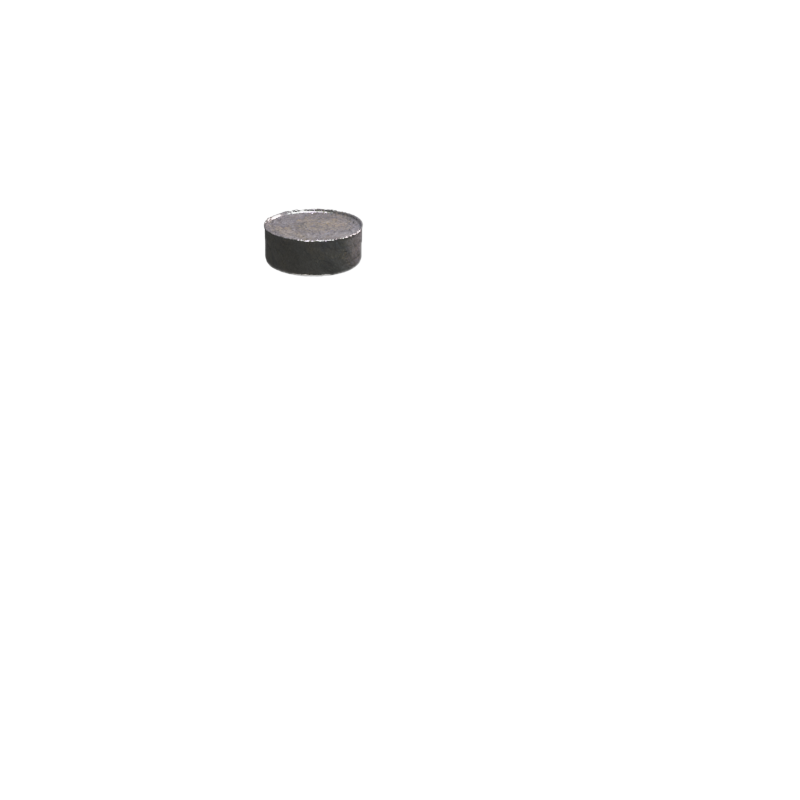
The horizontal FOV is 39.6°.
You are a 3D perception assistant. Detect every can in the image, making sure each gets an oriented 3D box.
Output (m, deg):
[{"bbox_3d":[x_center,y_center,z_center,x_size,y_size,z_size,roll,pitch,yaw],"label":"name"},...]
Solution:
[{"bbox_3d":[-0.075,-0.137,0.962,0.086,0.032,0.091,-1,26,-2],"label":"can"}]
